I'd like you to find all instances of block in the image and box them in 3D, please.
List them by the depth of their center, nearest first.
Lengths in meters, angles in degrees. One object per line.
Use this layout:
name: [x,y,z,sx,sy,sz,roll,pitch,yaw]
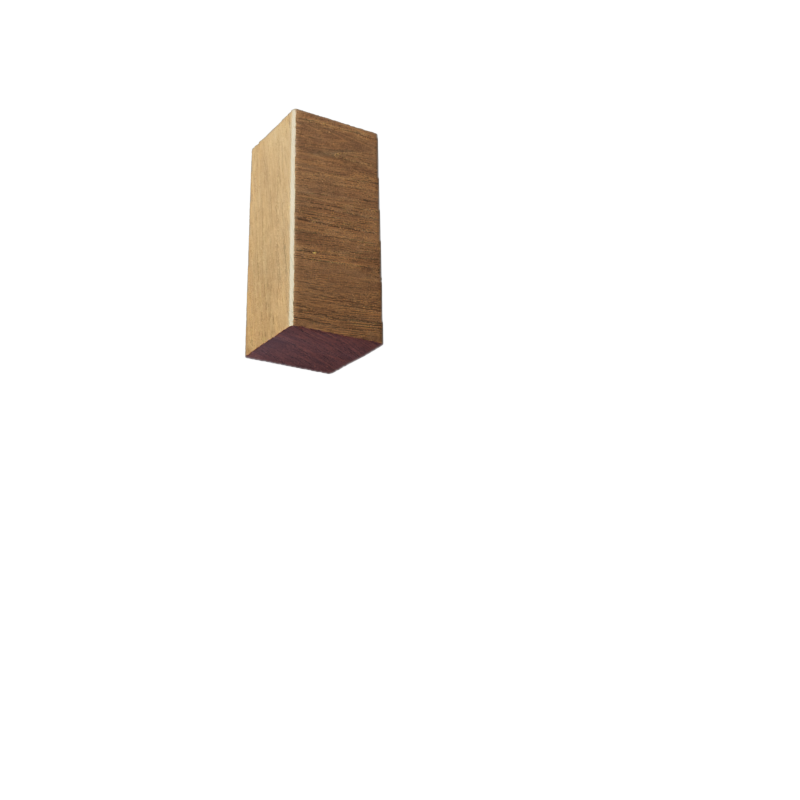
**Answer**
block: [-0.077,-0.140,0.982,0.087,0.218,0.089,13,-28,-30]
